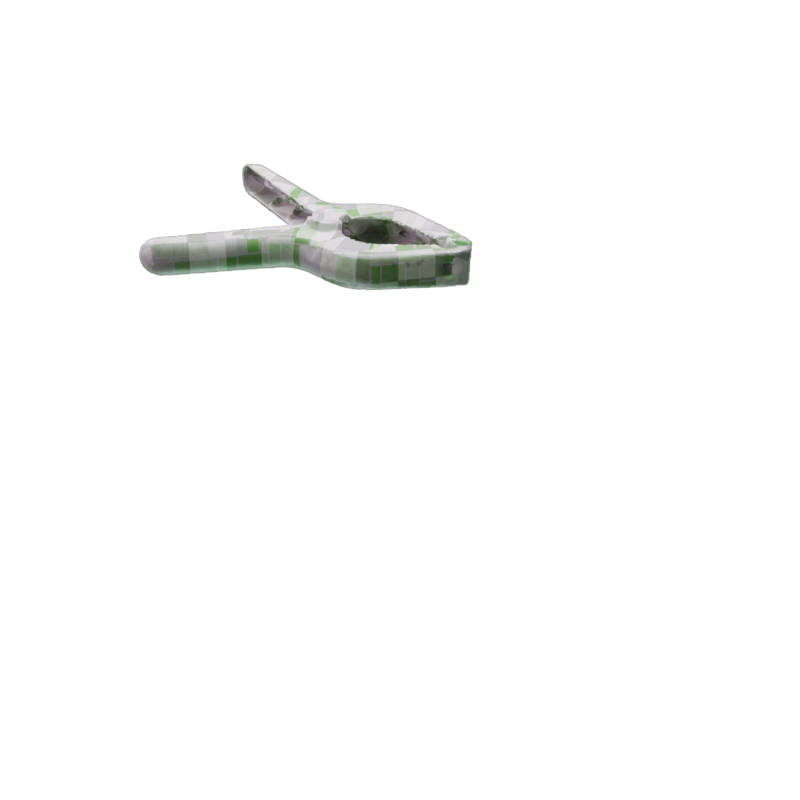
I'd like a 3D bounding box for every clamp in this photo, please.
[{"bbox_3d":[-0.059,-0.107,0.747,0.219,0.034,0.168,16,36,24],"label":"clamp"}]
